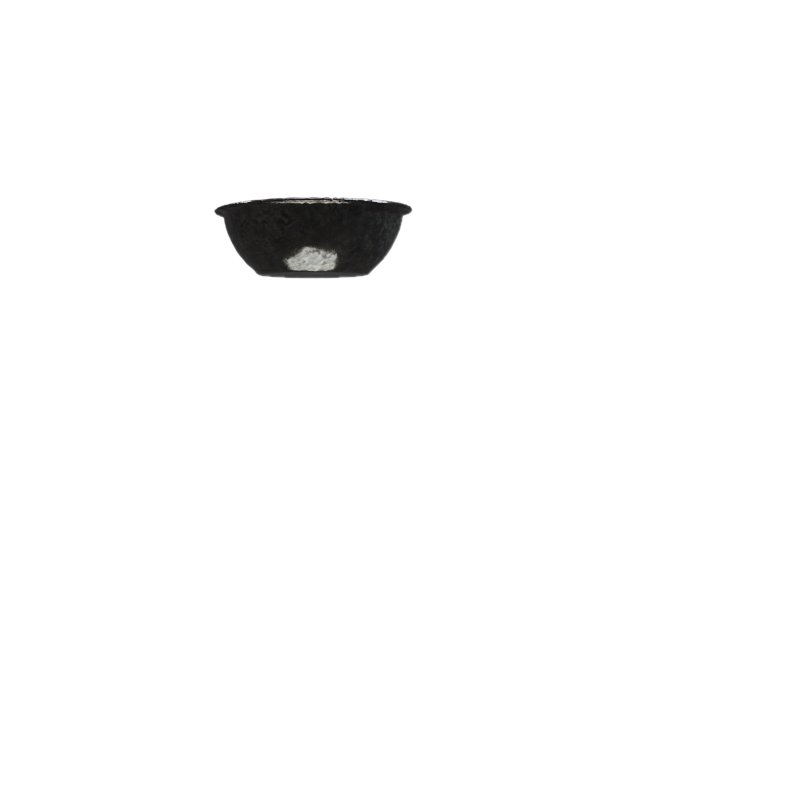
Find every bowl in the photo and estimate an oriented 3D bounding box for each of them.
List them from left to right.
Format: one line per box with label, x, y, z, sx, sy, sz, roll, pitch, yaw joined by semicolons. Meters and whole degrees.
bowl;-0.071;-0.129;0.904;0.162;0.055;0.162;0;2;-2
